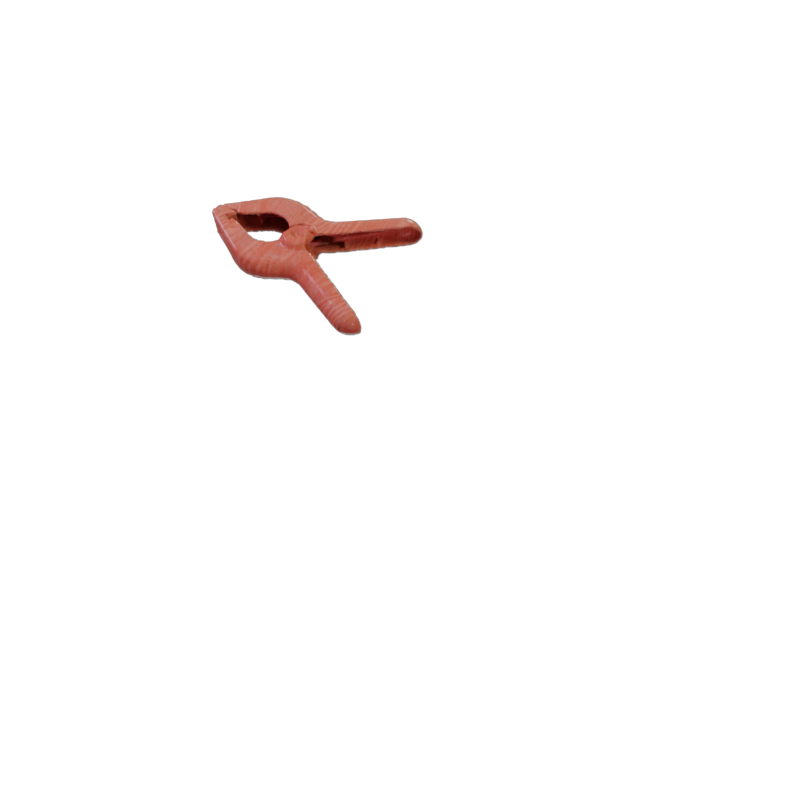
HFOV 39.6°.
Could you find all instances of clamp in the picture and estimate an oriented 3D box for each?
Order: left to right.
[{"bbox_3d":[-0.071,-0.129,0.902,0.181,0.036,0.122,30,54,24],"label":"clamp"}]
